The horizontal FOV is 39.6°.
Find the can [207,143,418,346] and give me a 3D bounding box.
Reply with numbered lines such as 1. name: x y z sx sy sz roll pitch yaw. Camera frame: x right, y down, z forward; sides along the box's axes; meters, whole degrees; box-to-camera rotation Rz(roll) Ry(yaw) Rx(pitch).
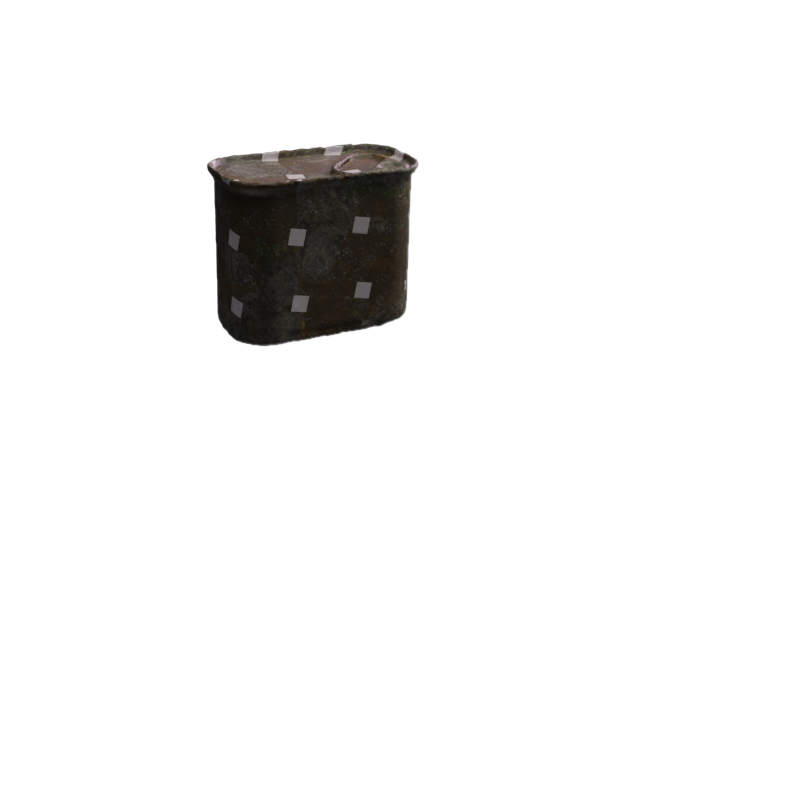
1. can: -0.044 -0.080 0.559 0.100 0.080 0.061 -10 24 -24
